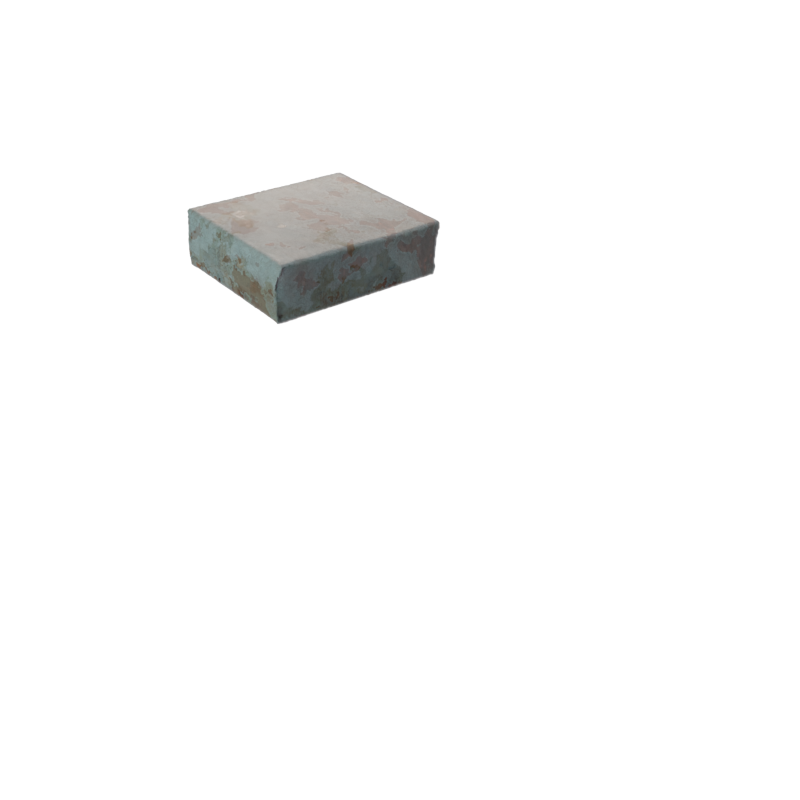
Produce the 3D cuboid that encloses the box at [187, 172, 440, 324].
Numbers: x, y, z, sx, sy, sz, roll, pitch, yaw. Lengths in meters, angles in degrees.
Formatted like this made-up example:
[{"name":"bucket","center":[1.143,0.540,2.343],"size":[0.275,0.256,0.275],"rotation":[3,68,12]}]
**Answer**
[{"name":"box","center":[-0.049,-0.089,0.621],"size":[0.112,0.037,0.096],"rotation":[-23,38,-33]}]
